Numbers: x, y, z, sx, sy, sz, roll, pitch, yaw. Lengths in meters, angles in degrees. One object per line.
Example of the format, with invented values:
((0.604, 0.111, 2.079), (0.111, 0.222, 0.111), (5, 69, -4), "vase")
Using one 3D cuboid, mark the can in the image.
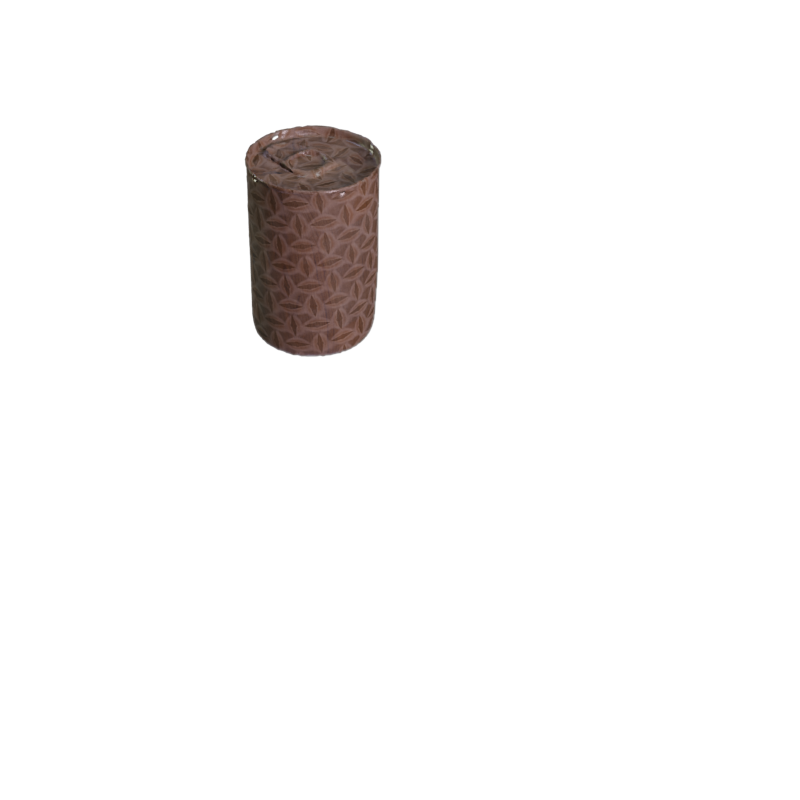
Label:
((-0.045, -0.082, 0.576), (0.068, 0.096, 0.073), (0, 37, -3), "can")
